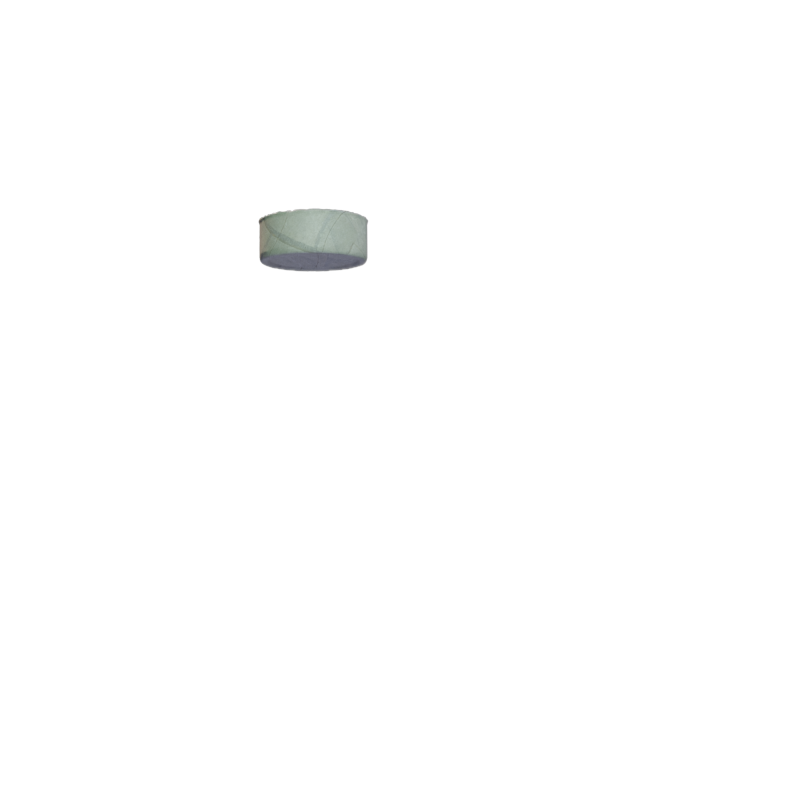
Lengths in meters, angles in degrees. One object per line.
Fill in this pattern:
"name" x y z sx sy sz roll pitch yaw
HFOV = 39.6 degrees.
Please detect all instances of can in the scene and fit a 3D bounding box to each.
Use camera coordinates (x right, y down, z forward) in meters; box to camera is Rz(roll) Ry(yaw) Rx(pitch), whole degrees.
"can" -0.068 -0.123 0.864 0.086 0.034 0.084 0 -5 -2
